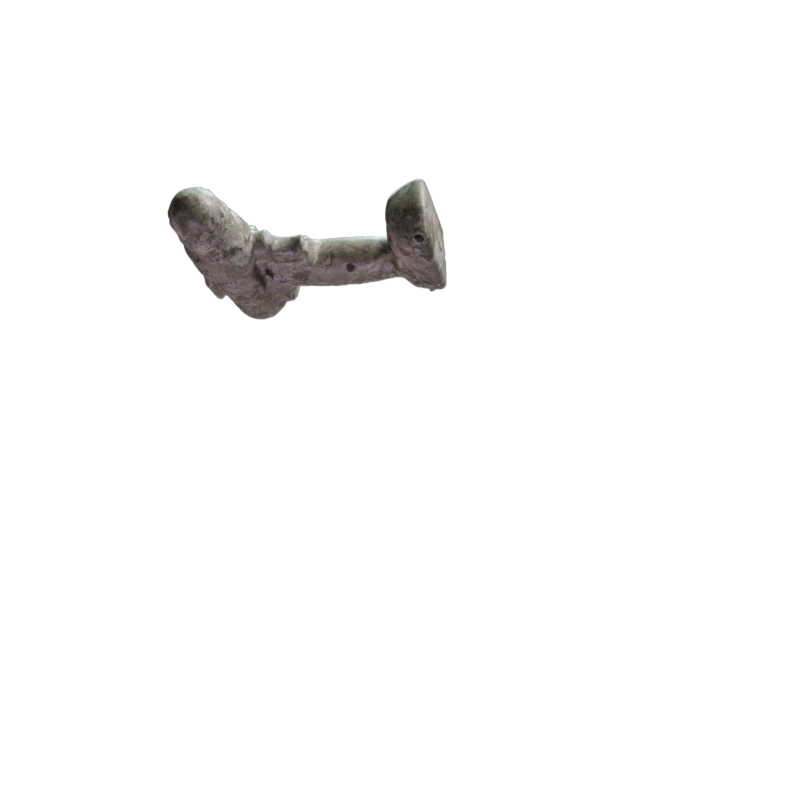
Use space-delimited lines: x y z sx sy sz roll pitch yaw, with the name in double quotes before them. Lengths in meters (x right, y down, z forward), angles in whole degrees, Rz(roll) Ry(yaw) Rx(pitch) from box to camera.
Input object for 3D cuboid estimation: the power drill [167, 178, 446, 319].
"power drill" -0.066 -0.120 0.842 0.190 0.060 0.173 -4 -18 13
